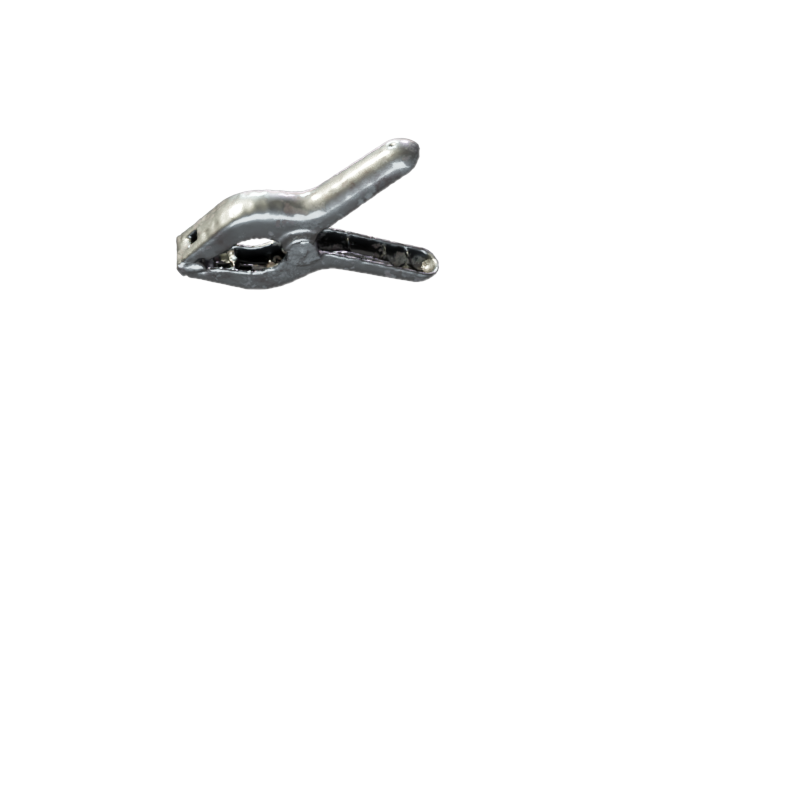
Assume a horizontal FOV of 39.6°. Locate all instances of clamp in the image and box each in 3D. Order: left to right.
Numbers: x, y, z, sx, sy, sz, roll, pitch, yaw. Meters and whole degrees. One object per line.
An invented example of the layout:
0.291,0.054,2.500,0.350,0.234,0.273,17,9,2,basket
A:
-0.056,-0.102,0.716,0.173,0.042,0.111,-13,-45,13,clamp
